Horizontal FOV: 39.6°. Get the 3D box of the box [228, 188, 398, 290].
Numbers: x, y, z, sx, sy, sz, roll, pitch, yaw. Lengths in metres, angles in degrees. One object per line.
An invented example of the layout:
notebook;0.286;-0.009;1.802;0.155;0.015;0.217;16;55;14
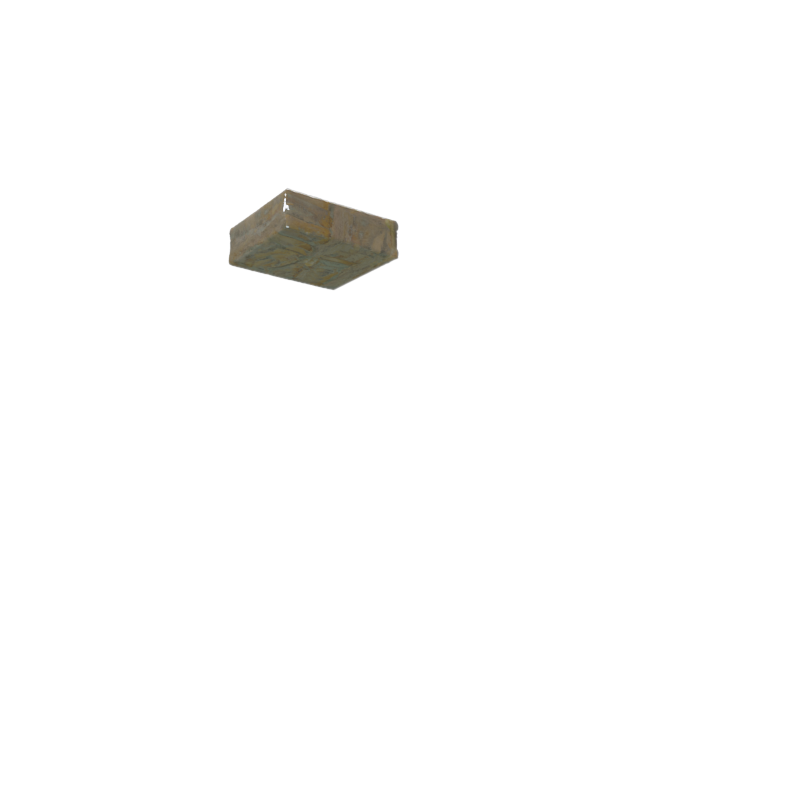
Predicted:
box;-0.057;-0.104;0.729;0.085;0.032;0.073;11;-21;-33
